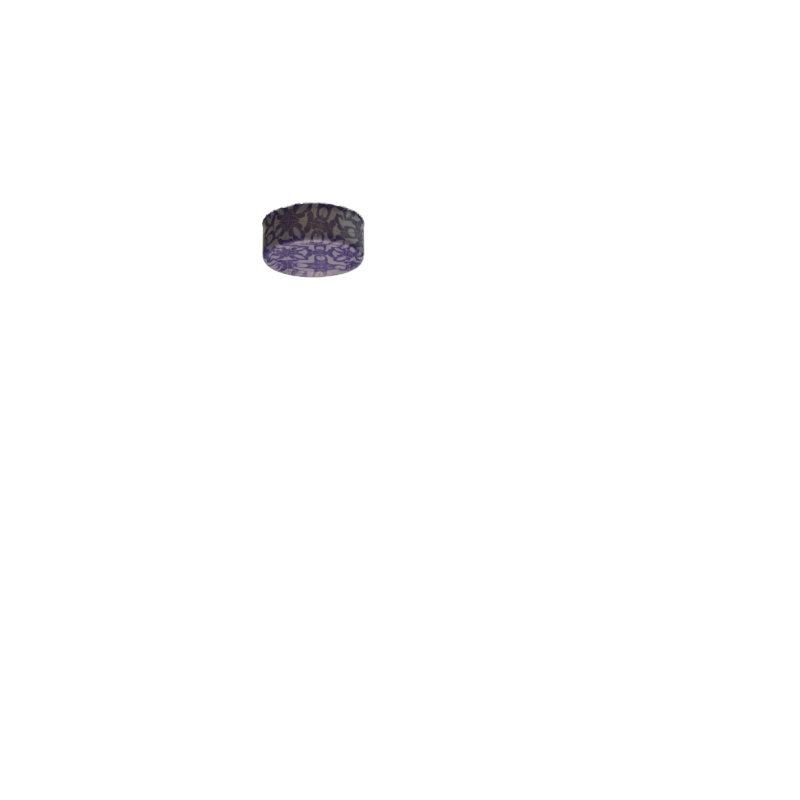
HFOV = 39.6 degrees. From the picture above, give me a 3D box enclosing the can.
[{"bbox_3d":[-0.072,-0.131,0.920,0.086,0.035,0.082,0,-16,-2],"label":"can"}]
